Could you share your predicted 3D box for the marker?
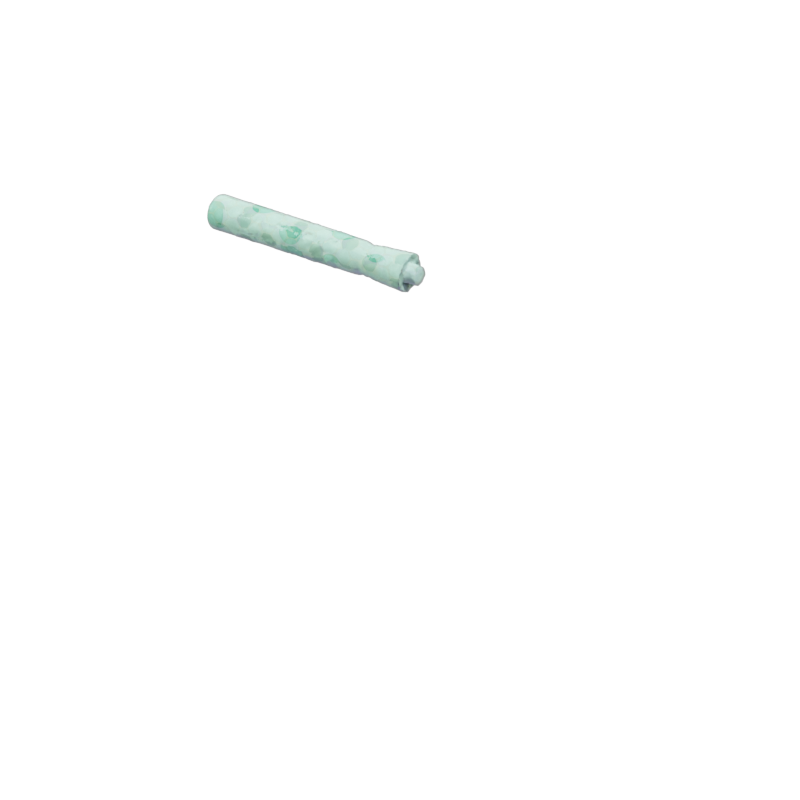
[{"bbox_3d":[-0.042,-0.077,0.536,0.128,0.019,0.019,22,14,30],"label":"marker"}]
